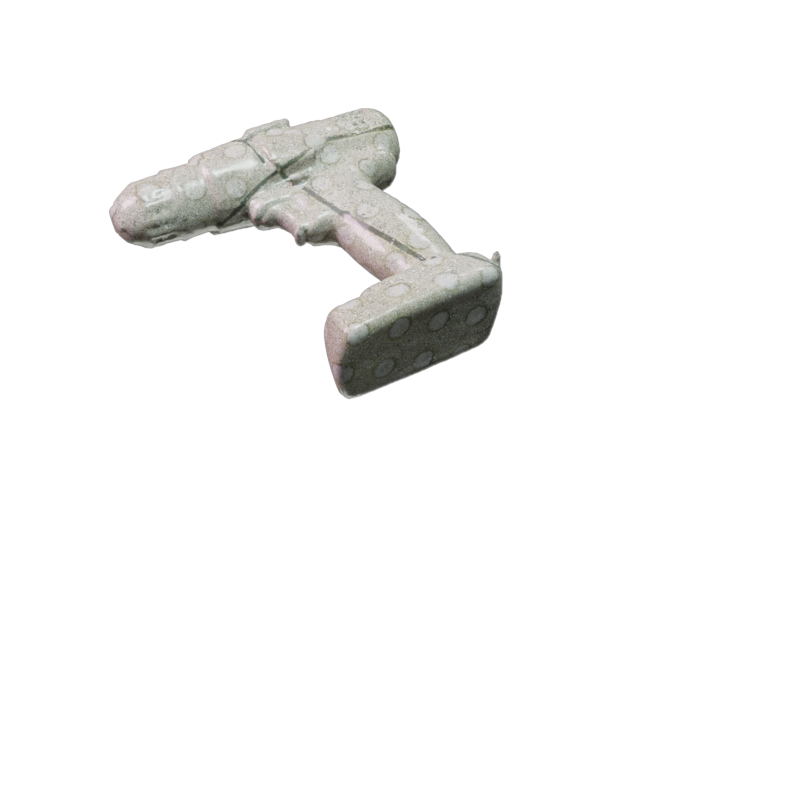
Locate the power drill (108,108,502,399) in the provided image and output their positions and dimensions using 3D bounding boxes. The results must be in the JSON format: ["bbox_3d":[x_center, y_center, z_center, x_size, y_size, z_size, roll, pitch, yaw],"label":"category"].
[{"bbox_3d":[-0.048,-0.088,0.619,0.183,0.053,0.203,-23,51,-21],"label":"power drill"}]
